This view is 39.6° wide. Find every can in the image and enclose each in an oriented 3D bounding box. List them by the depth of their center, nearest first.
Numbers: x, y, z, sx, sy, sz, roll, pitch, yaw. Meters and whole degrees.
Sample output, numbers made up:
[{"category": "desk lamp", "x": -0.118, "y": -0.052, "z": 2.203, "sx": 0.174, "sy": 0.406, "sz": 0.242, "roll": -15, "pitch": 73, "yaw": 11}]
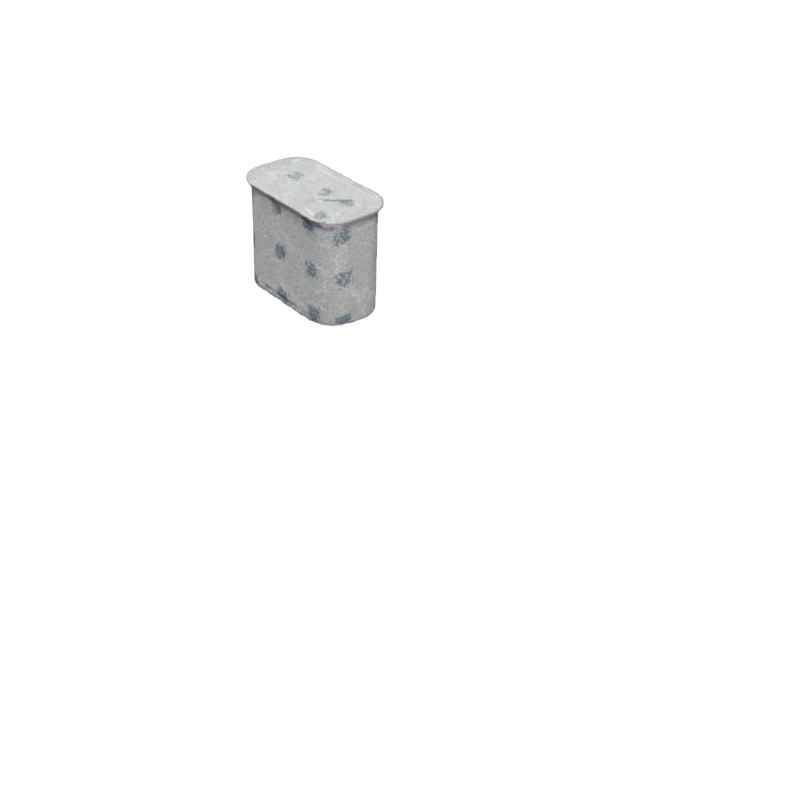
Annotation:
[{"category": "can", "x": -0.060, "y": -0.109, "z": 0.762, "sx": 0.057, "sy": 0.079, "sz": 0.109, "roll": -22, "pitch": 39, "yaw": -33}]
